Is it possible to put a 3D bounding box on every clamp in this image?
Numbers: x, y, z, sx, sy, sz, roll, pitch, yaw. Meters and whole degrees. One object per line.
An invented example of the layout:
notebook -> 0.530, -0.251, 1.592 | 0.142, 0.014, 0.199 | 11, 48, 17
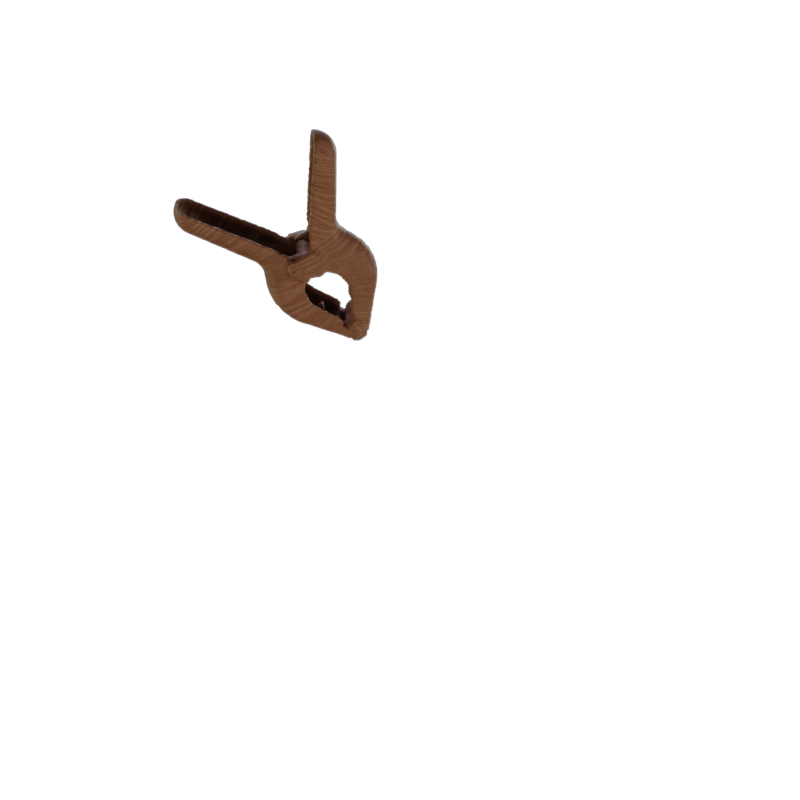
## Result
clamp -> -0.060, -0.110, 0.771 | 0.120, 0.042, 0.160 | -28, -50, 26
